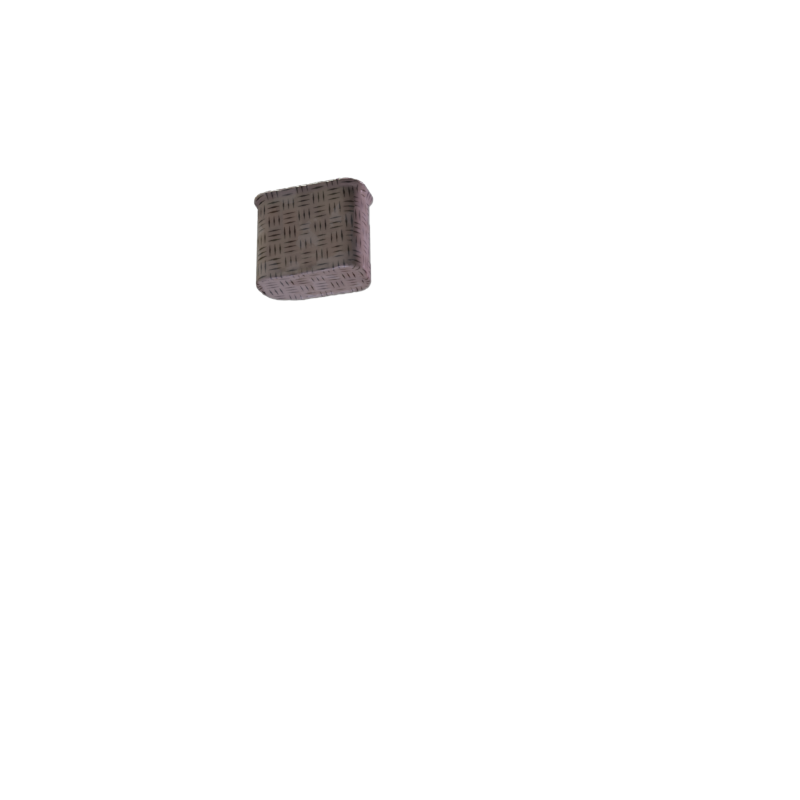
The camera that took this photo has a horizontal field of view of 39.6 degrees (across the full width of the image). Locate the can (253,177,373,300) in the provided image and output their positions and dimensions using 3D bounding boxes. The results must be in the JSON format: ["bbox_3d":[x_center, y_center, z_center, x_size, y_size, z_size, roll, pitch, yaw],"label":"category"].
[{"bbox_3d":[-0.074,-0.136,0.951,0.103,0.089,0.053,-8,-25,16],"label":"can"}]
